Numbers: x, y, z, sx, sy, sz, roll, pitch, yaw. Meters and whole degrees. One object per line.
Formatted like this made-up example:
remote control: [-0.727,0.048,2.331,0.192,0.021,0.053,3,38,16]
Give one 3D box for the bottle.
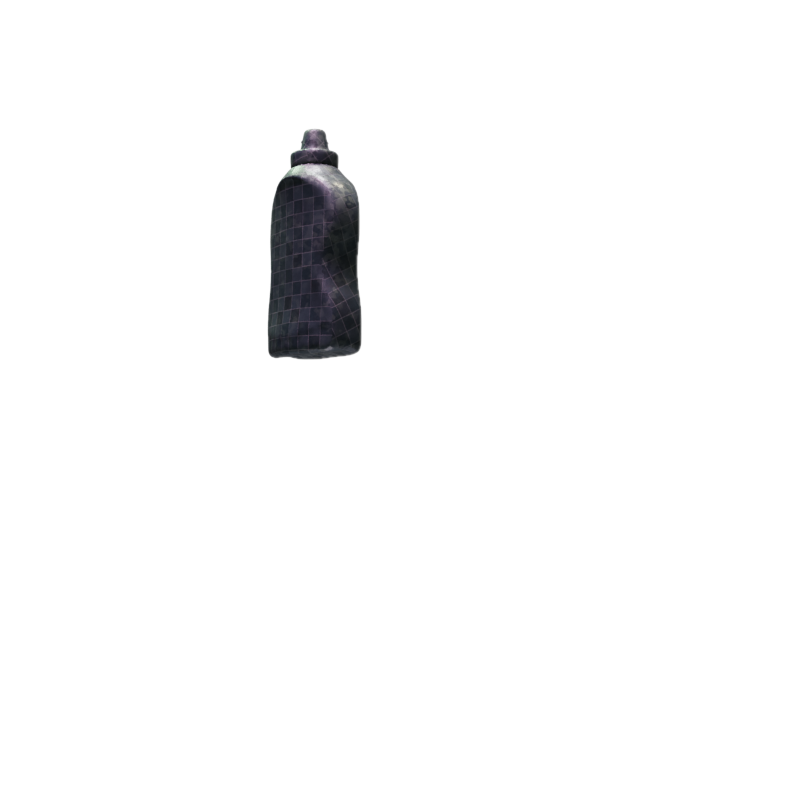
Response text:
bottle: [-0.072,-0.132,0.927,0.056,0.196,0.098,6,-11,-35]
